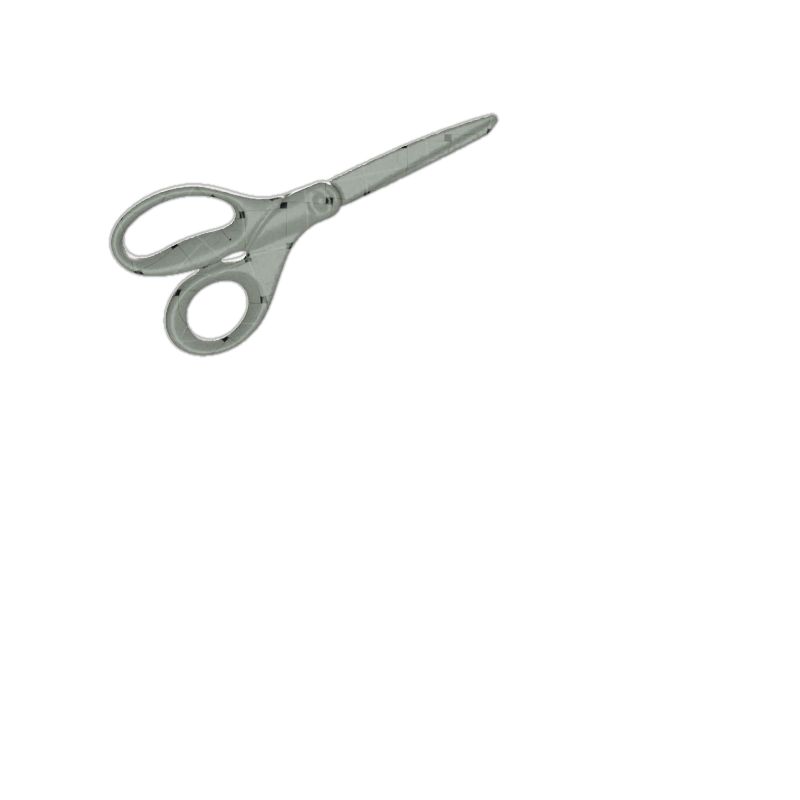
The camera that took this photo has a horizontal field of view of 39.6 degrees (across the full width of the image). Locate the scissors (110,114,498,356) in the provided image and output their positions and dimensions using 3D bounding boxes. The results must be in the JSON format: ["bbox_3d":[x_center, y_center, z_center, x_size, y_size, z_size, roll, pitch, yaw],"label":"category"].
[{"bbox_3d":[-0.044,-0.080,0.558,0.202,0.095,0.016,-9,7,1],"label":"scissors"}]
